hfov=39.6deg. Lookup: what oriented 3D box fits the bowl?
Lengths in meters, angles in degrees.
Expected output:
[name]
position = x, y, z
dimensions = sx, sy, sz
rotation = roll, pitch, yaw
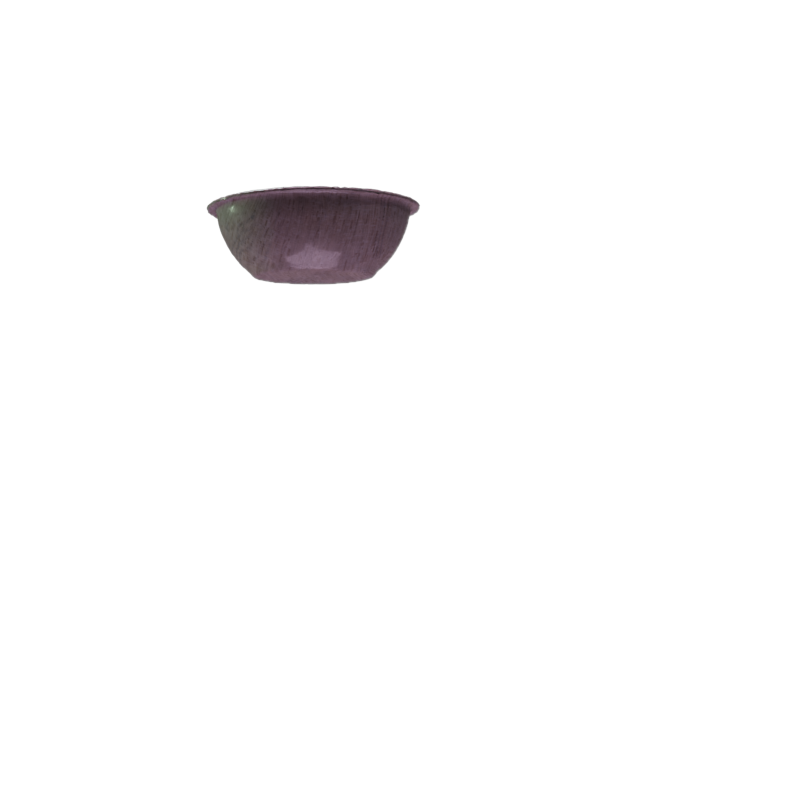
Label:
[bowl]
position = -0.066, -0.120, 0.840
dimensions = 0.162, 0.056, 0.160
rotation = 0, -2, -2
